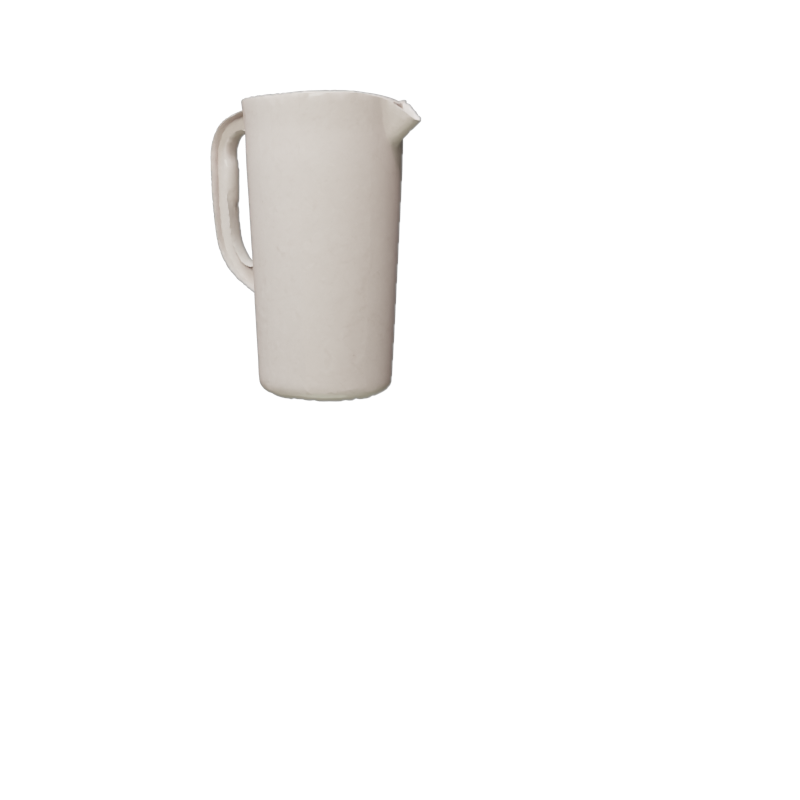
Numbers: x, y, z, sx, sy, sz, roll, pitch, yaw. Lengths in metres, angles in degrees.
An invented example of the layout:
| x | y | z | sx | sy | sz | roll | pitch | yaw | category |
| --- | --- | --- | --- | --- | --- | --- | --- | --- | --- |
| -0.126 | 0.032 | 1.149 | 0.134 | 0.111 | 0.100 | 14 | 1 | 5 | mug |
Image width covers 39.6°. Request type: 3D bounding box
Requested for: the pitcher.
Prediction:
| x | y | z | sx | sy | sz | roll | pitch | yaw | category |
| --- | --- | --- | --- | --- | --- | --- | --- | --- | --- |
| -0.070 | -0.128 | 0.899 | 0.142 | 0.241 | 0.154 | -1 | 5 | -19 | pitcher |
